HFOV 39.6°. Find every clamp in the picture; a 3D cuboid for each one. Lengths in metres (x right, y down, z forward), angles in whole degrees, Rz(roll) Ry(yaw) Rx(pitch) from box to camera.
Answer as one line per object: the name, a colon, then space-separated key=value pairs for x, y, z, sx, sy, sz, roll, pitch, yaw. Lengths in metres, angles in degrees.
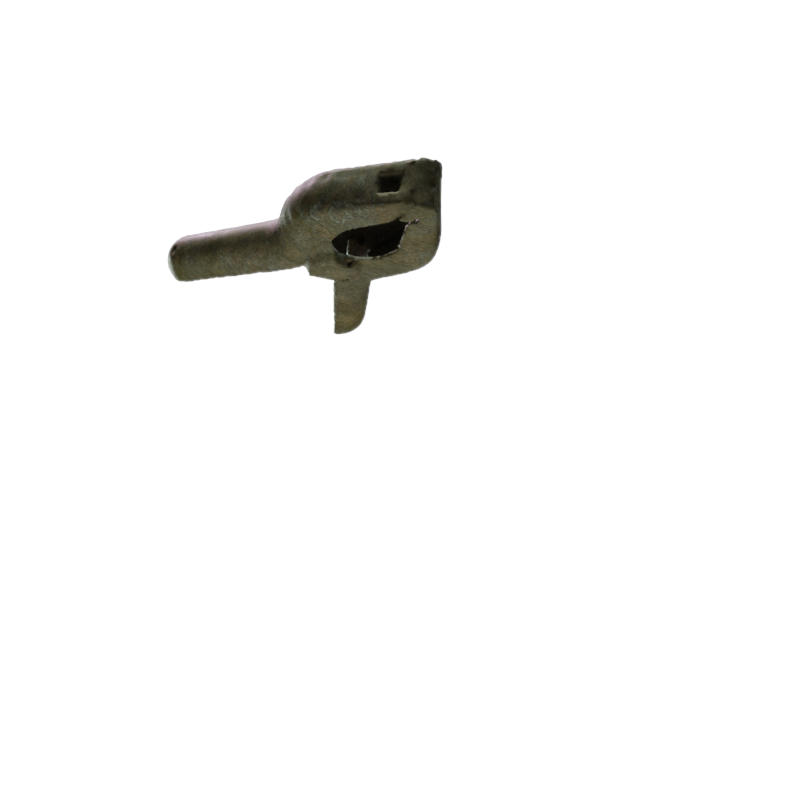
clamp: x=-0.044 y=-0.081 z=0.564 sx=0.116 sy=0.041 sz=0.168 roll=9 pitch=-22 yaw=-24
